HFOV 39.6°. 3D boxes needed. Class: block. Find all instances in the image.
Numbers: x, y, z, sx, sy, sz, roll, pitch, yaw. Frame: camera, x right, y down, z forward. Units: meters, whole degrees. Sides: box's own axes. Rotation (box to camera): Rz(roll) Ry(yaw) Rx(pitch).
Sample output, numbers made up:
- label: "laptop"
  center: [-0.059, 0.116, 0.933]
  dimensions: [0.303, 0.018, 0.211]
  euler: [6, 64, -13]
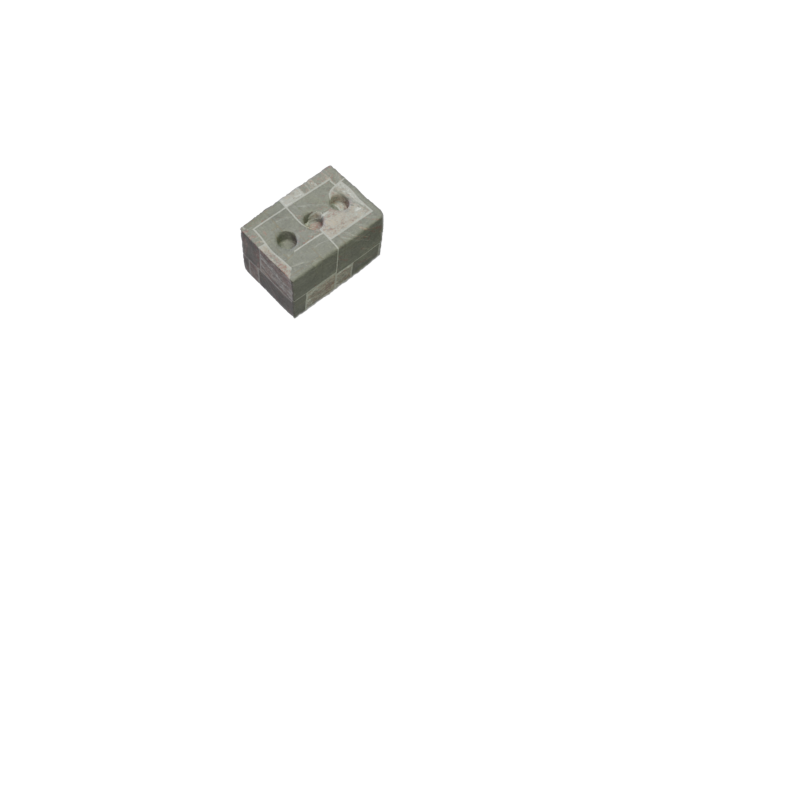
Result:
- label: "block"
  center: [-0.056, -0.102, 0.711]
  dimensions: [0.079, 0.056, 0.048]
  euler: [-39, -21, -20]
